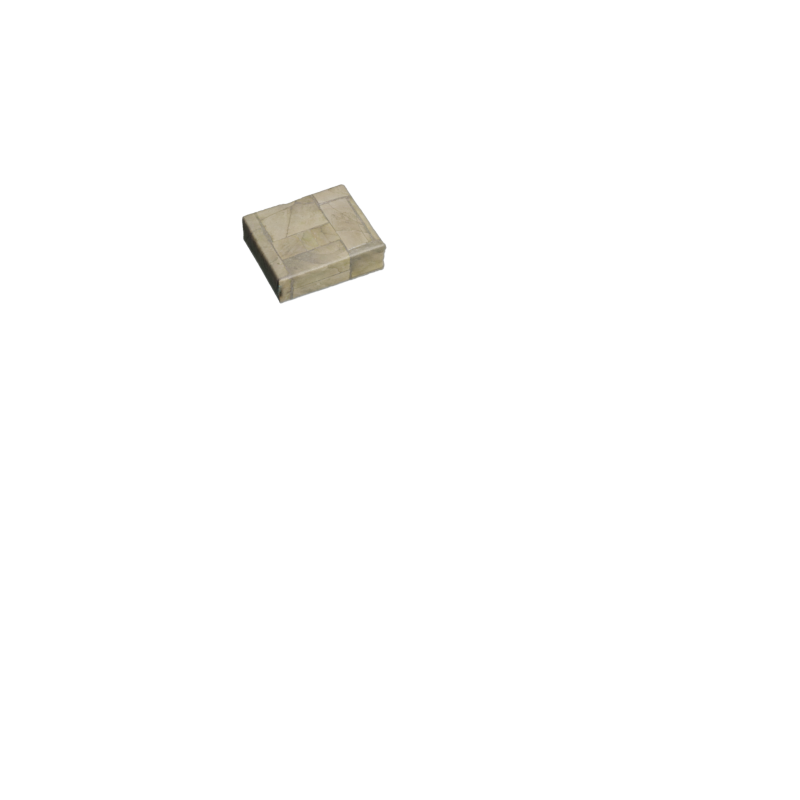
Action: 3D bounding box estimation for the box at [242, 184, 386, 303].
[{"bbox_3d":[-0.066,-0.120,0.840,0.088,0.079,0.028,-20,-36,-16],"label":"box"}]
